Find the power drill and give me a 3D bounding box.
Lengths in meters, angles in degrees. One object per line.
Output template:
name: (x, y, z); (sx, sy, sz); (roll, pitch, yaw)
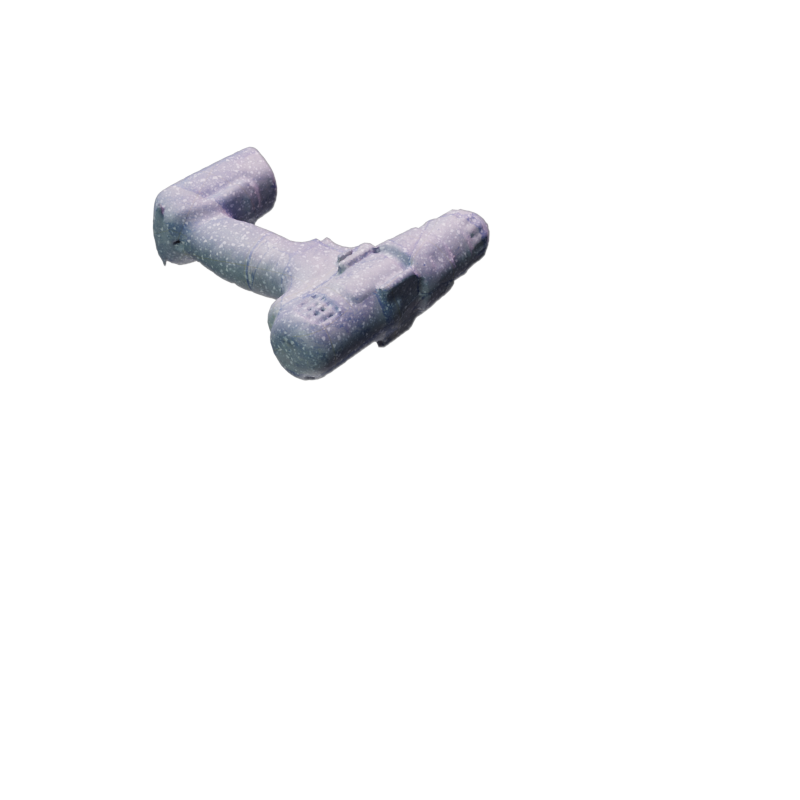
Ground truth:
power drill: (-0.058, -0.105, 0.739); (0.200, 0.054, 0.185); (30, 47, 31)
